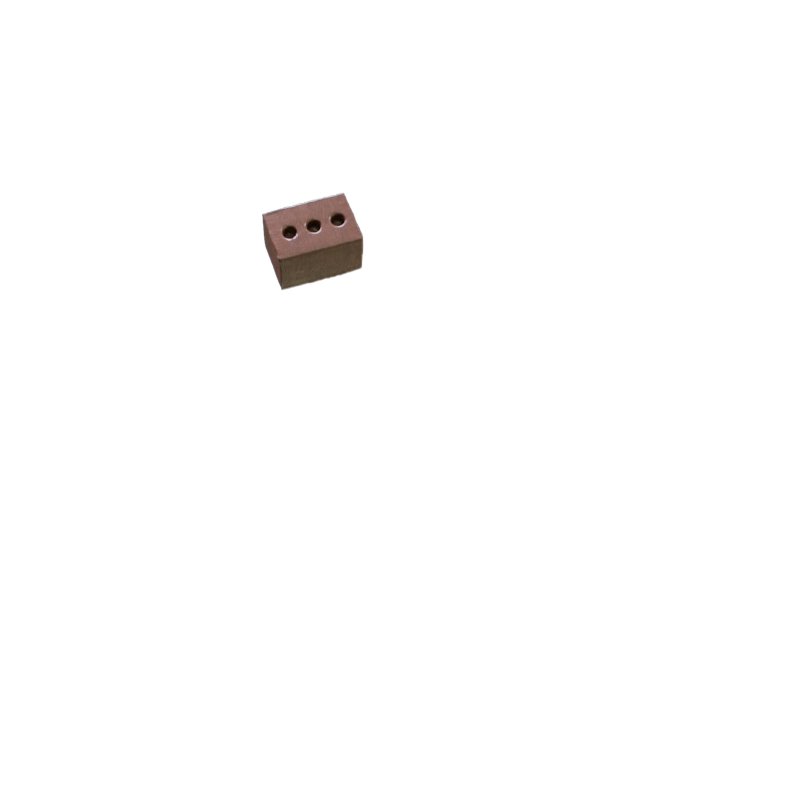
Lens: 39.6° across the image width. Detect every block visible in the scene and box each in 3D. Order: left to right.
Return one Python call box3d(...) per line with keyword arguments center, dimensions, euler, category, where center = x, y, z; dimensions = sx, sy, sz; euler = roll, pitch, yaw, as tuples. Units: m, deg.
box3d(center=(-0.076, -0.139, 0.971), dimensions=(0.077, 0.057, 0.048), euler=(-17, -28, -11), category="block")
